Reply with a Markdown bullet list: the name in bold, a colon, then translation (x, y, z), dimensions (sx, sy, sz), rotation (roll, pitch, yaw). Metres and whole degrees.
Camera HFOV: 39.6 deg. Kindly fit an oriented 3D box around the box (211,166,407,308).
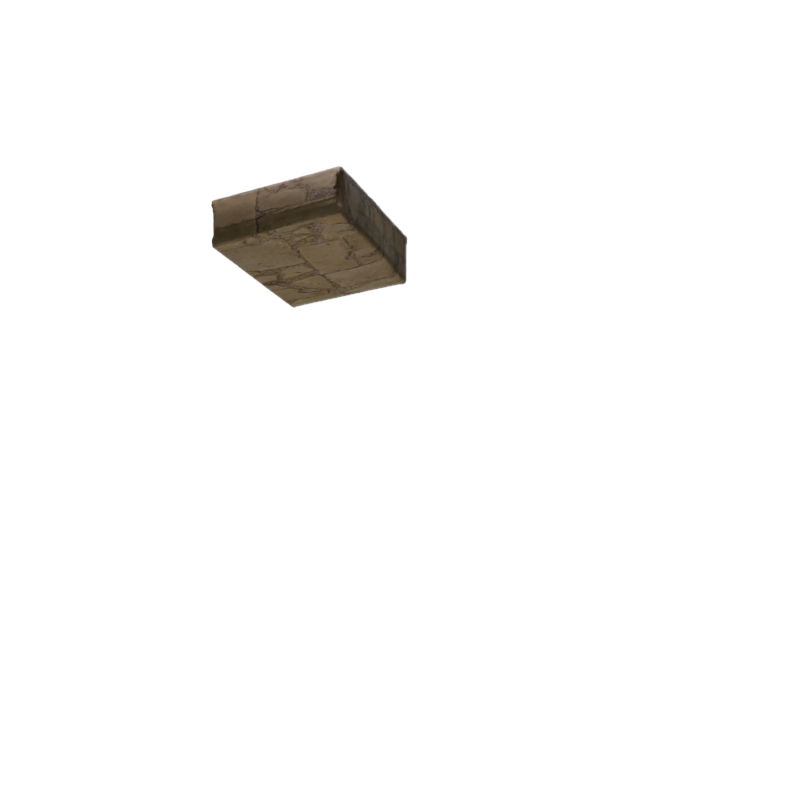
- **box**: translation (-0.056, -0.102, 0.711), dimensions (0.091, 0.041, 0.106), rotation (-10, -24, 22)
